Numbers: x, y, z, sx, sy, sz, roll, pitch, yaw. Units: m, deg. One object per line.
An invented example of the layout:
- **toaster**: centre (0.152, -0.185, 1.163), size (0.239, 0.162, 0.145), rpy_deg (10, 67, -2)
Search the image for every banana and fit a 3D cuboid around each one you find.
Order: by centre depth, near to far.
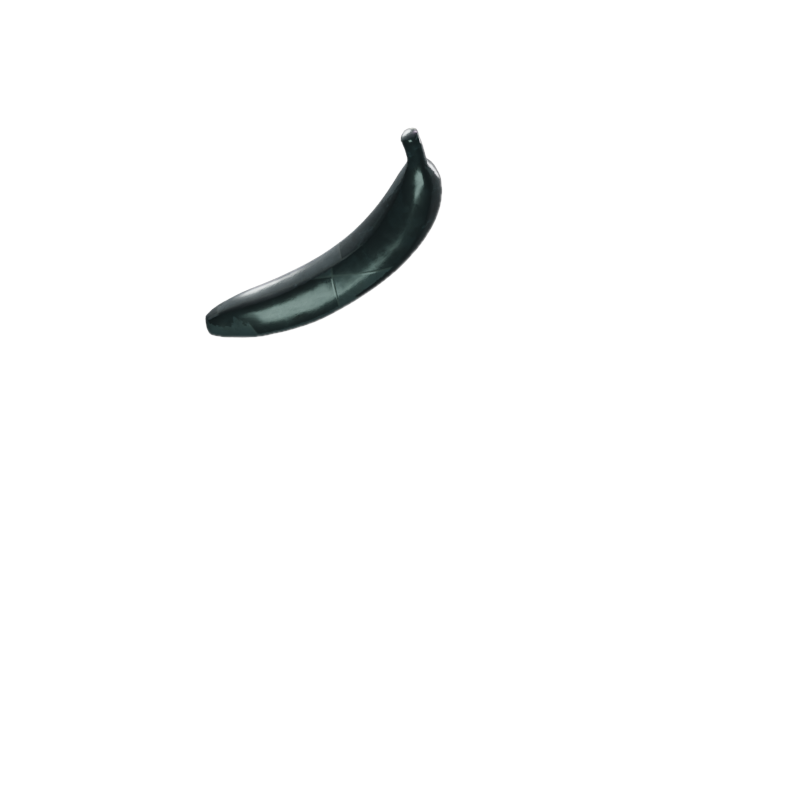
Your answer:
- **banana**: centre (-0.038, -0.092, 0.700), size (0.066, 0.039, 0.195), rpy_deg (38, -63, -25)
